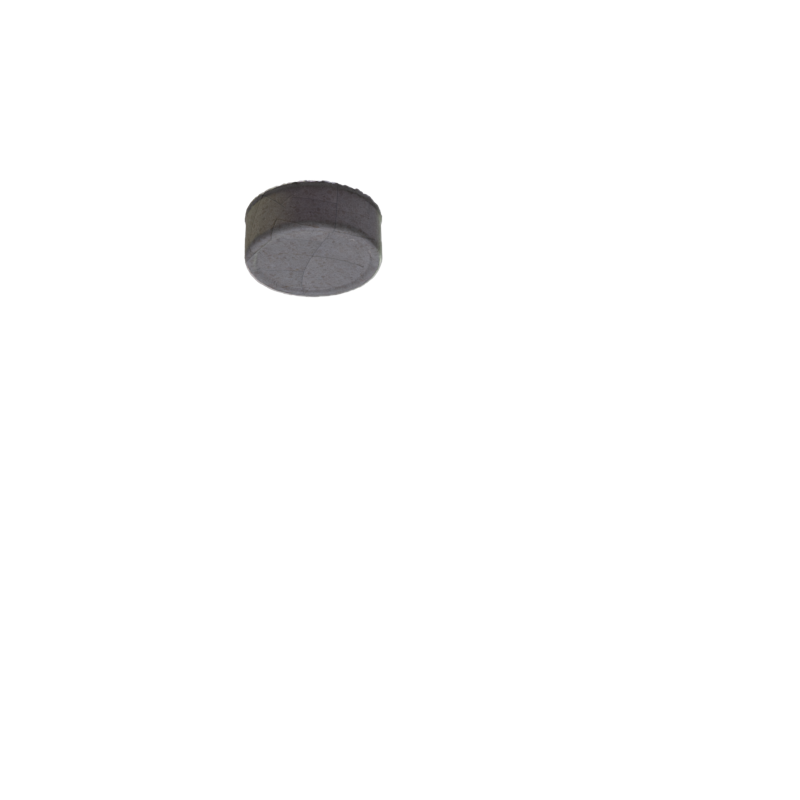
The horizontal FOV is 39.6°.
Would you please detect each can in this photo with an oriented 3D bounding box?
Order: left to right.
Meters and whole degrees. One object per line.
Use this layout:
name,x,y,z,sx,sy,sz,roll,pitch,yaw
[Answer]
can,-0.054,-0.098,0.684,0.086,0.036,0.081,1,-27,-2
